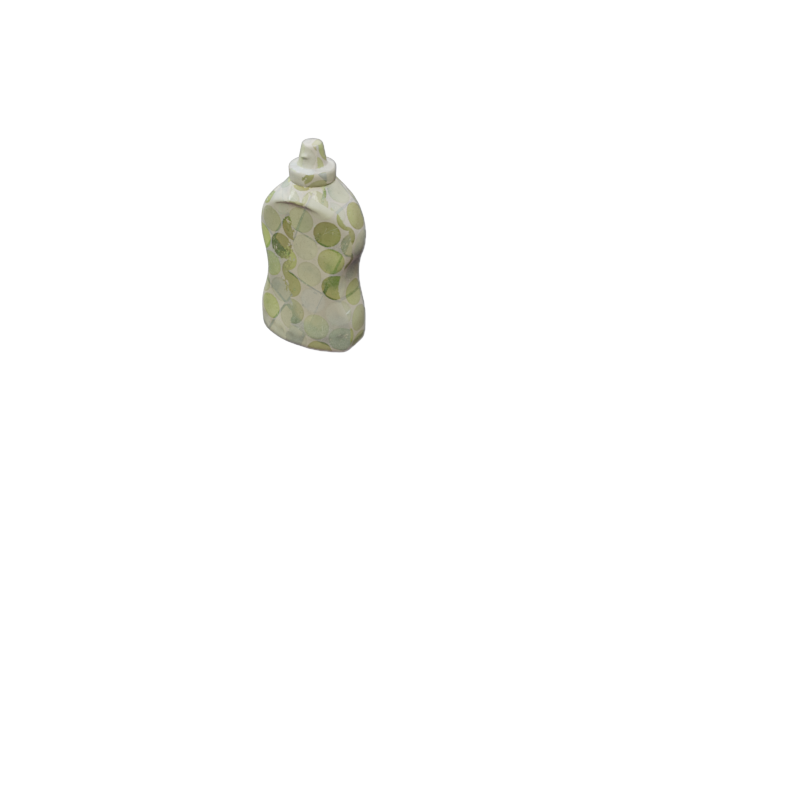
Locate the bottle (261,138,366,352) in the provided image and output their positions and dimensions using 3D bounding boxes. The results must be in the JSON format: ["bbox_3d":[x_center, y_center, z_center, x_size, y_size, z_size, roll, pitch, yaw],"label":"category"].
[{"bbox_3d":[-0.077,-0.139,0.977,0.101,0.180,0.059,20,34,27],"label":"bottle"}]
